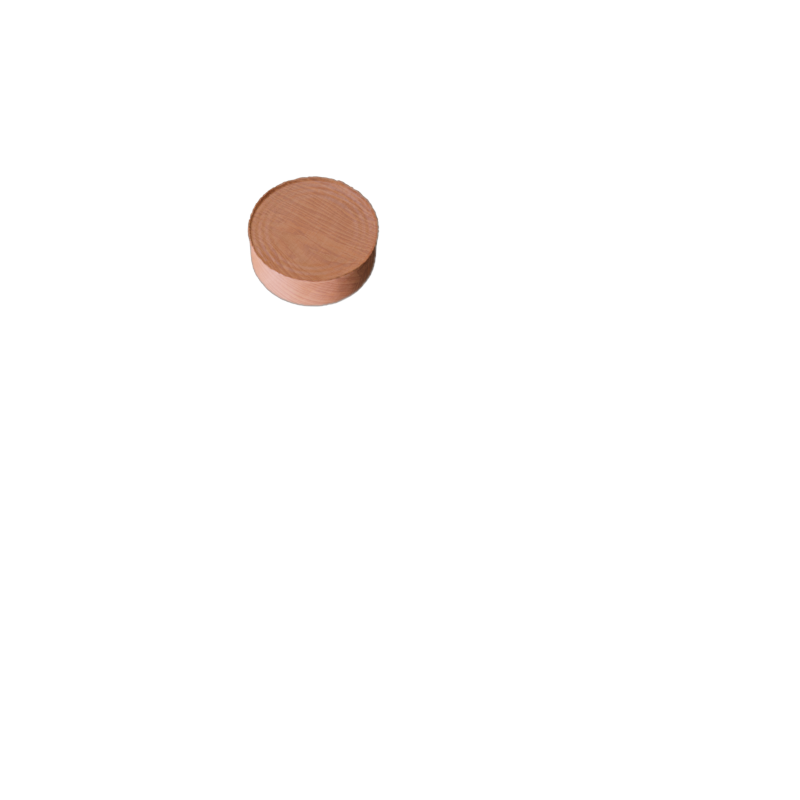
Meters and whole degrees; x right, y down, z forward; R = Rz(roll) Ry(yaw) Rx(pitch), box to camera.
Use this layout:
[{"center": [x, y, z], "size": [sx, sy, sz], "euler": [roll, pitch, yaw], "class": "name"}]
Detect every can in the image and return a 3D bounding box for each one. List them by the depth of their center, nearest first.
[{"center": [-0.058, -0.105, 0.735], "size": [0.086, 0.092, 0.031], "euler": [-1, -33, -1], "class": "can"}]
